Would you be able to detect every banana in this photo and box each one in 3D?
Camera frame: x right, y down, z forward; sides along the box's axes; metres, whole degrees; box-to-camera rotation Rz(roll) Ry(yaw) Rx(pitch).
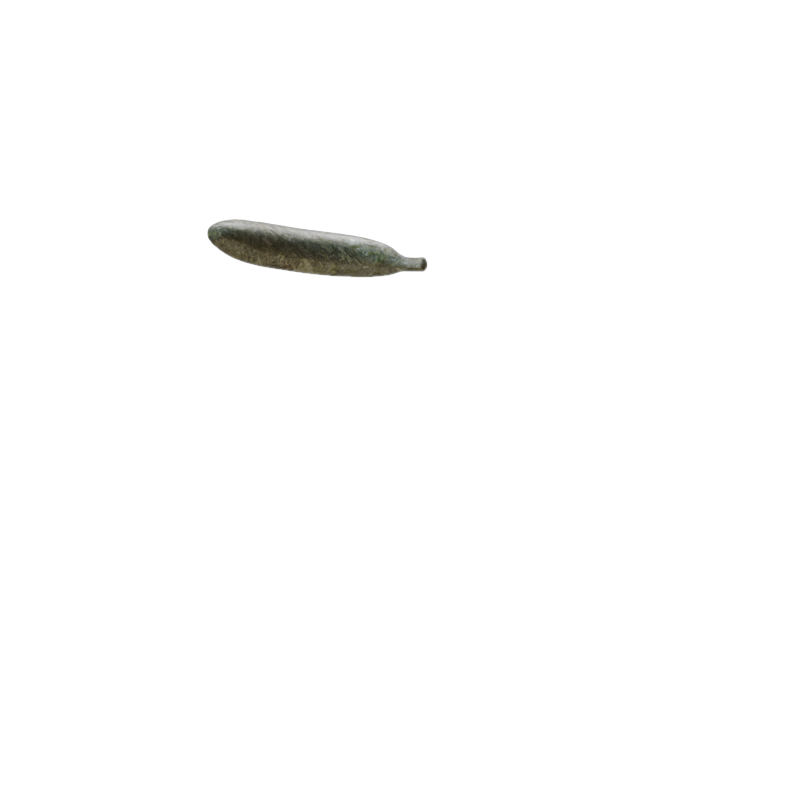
[{"bbox_3d":[-0.078,-0.130,0.941,0.191,0.038,0.070,3,-9,-25],"label":"banana"}]
